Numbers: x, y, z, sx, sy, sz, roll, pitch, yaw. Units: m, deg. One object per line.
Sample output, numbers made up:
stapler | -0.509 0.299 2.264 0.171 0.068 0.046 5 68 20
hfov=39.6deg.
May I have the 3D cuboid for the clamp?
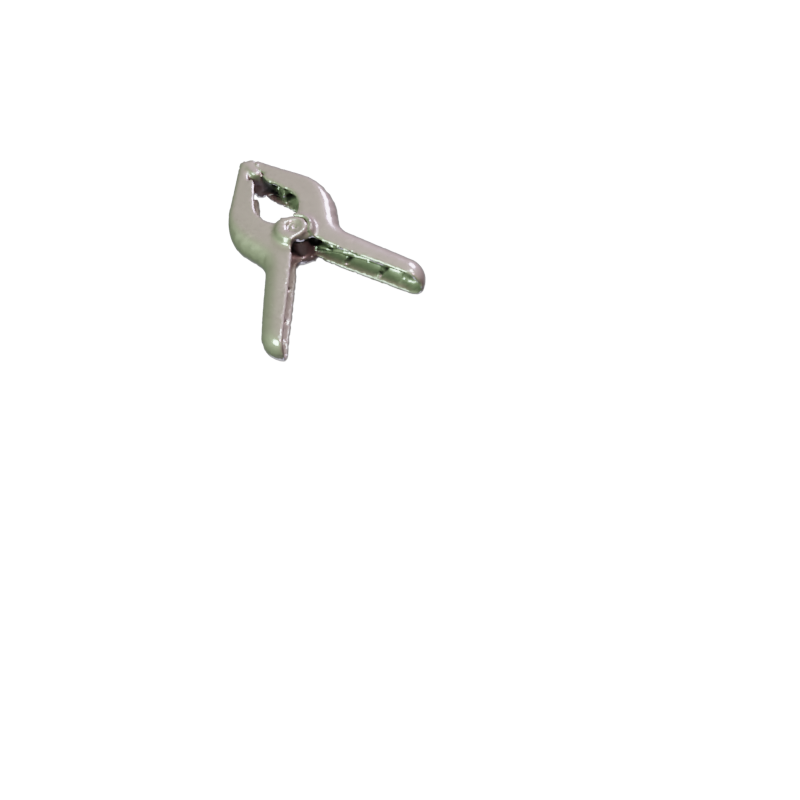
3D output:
clamp | -0.062 -0.112 0.787 0.119 0.185 0.037 -17 -35 -12
